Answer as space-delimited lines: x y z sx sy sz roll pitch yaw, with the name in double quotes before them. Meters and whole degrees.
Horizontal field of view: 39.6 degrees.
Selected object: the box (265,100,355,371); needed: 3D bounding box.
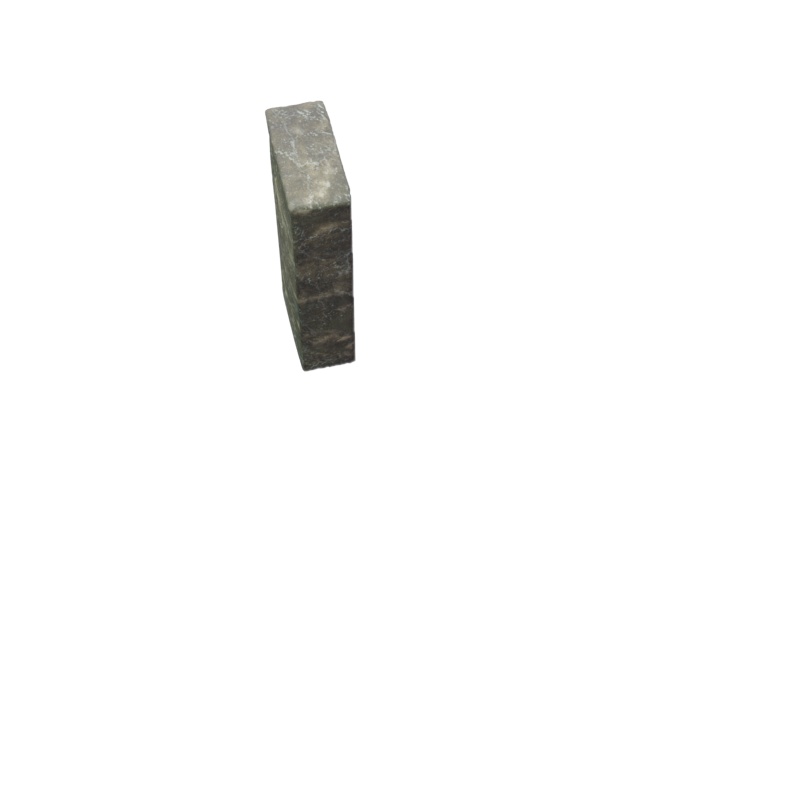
"box" -0.059 -0.108 0.755 0.048 0.101 0.165 -9 -34 -10
